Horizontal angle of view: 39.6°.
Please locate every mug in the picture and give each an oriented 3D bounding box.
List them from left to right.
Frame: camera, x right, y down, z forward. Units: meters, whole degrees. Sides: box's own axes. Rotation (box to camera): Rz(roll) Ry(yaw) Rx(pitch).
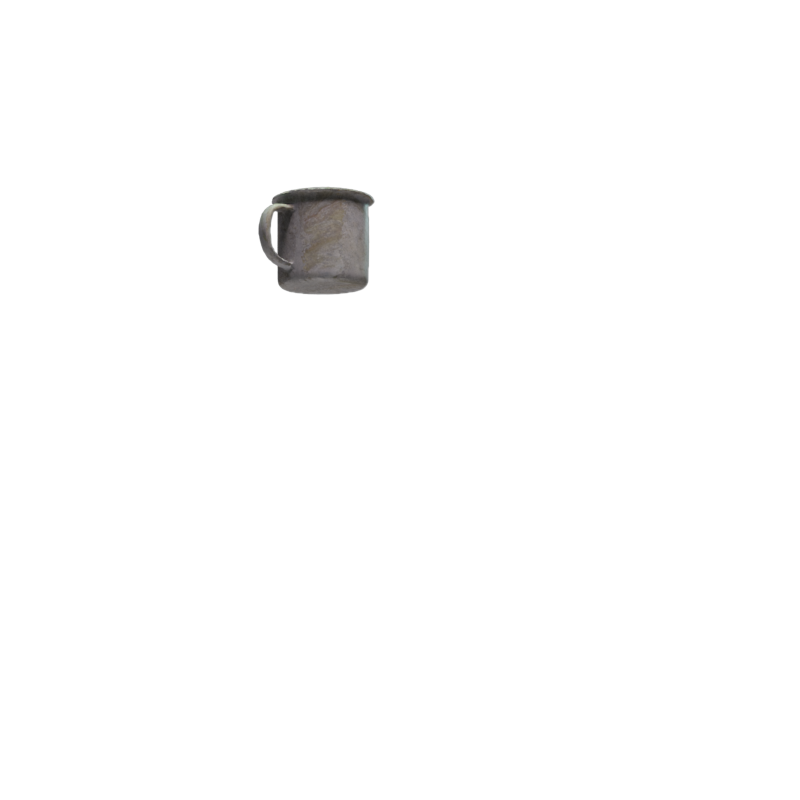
[{"bbox_3d":[-0.077,-0.141,0.987,0.096,0.084,0.111,-8,-10,44],"label":"mug"}]
